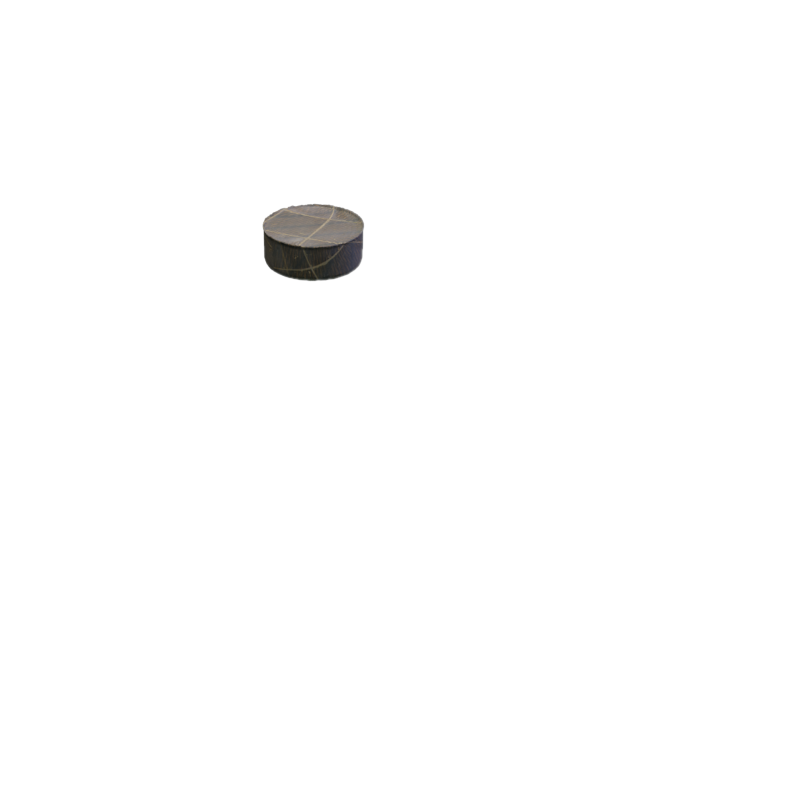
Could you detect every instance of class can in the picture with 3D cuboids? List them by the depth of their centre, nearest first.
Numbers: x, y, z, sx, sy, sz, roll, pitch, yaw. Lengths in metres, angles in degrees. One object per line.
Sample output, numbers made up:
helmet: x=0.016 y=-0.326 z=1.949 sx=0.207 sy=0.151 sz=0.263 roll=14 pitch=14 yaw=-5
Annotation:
can: x=-0.074 y=-0.134 z=0.942 sx=0.086 sy=0.032 sz=0.091 roll=-1 pitch=32 yaw=-2
